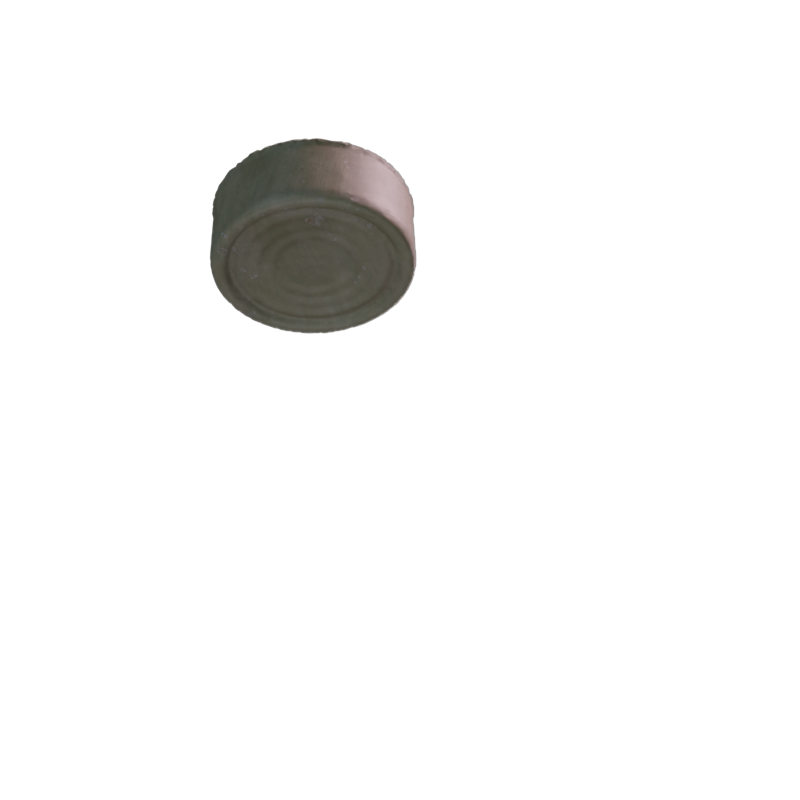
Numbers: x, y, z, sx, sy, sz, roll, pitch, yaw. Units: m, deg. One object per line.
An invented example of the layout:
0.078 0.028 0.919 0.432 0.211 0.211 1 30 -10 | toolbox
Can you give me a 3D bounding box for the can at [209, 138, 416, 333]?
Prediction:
-0.036 -0.066 0.461 0.086 0.036 0.080 1 -39 -2 | can
